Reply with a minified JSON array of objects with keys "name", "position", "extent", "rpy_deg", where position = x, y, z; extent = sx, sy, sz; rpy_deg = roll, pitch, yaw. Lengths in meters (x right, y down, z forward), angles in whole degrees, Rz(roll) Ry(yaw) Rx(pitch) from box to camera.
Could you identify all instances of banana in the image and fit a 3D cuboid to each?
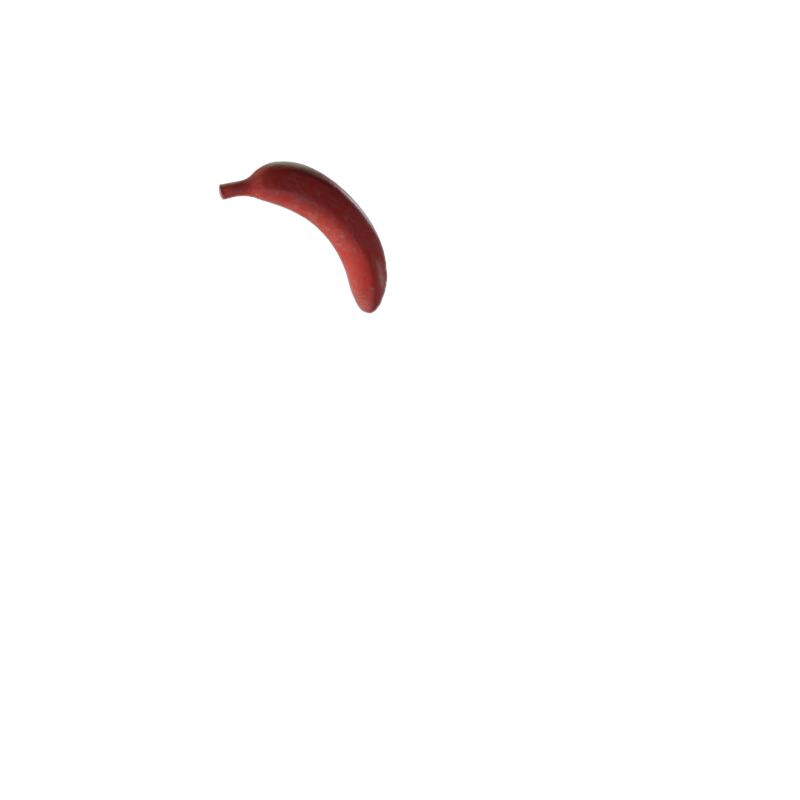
[{"name":"banana","position":[-0.059,-0.140,0.910],"extent":[0.069,0.039,0.184],"rpy_deg":[-28,-47,28]}]
